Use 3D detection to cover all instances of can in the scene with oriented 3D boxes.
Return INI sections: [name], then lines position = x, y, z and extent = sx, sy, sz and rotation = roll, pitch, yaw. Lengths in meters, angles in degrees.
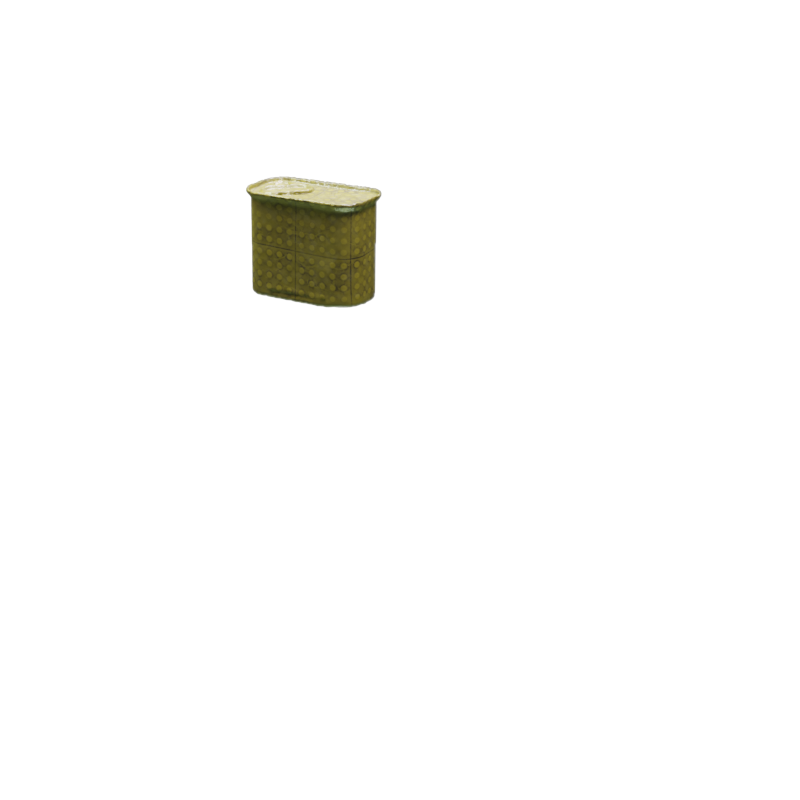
[can]
position = -0.067, -0.122, 0.854
extent = 0.106, 0.080, 0.058
rotation = 12, 23, 26
